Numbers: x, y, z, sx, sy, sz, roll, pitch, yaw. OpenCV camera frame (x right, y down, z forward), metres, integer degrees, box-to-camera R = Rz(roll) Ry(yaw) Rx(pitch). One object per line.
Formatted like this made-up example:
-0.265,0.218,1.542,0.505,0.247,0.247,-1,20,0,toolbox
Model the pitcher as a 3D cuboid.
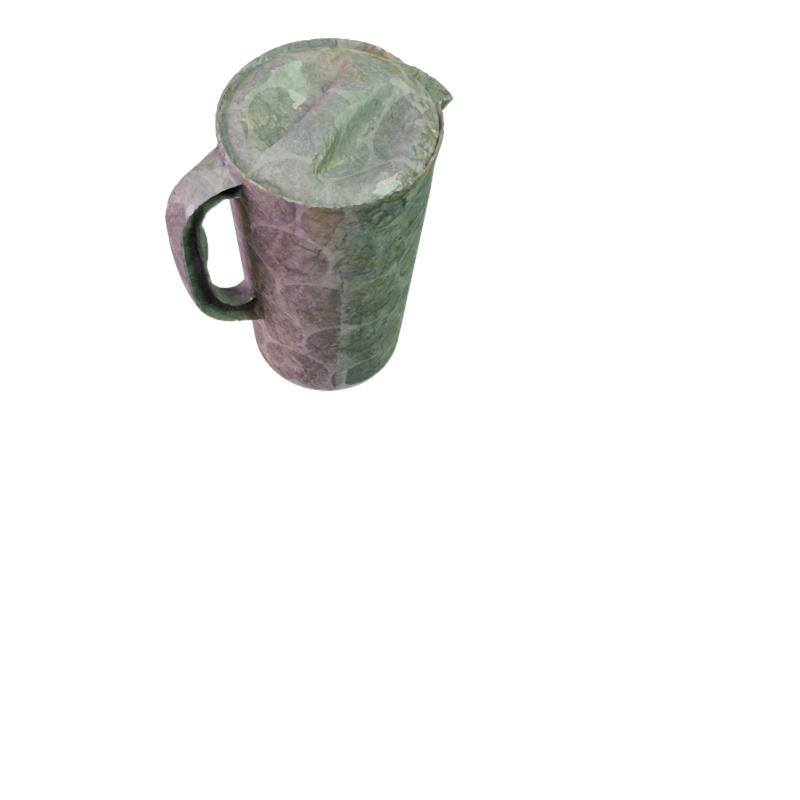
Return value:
-0.057,-0.104,0.729,0.151,0.153,0.227,12,-32,5,pitcher
